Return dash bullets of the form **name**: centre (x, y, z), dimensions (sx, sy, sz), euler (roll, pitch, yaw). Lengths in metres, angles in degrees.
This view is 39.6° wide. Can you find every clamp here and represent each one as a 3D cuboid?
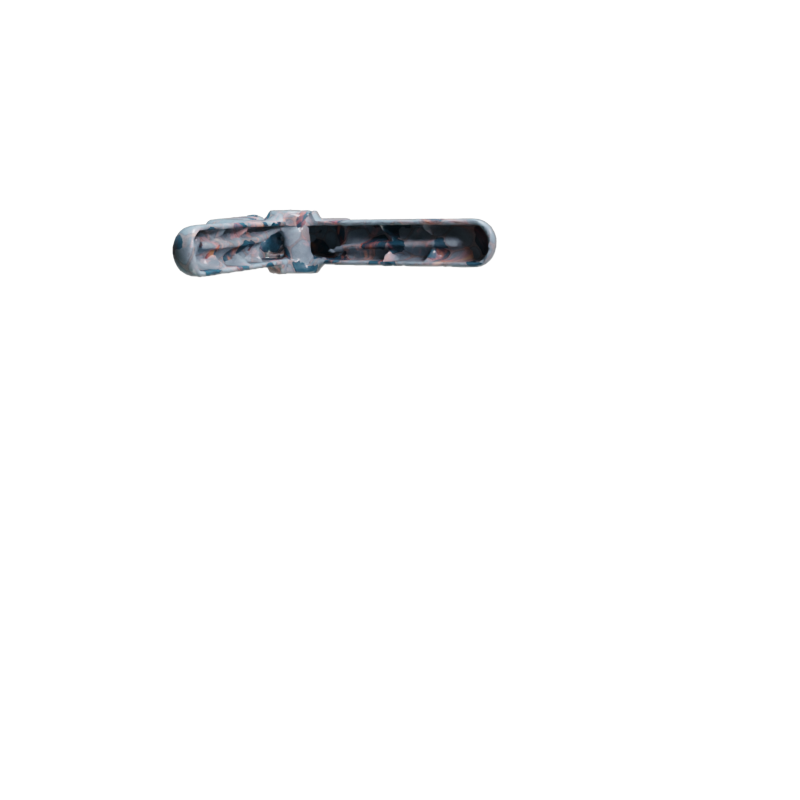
- **clamp**: centre (-0.049, -0.090, 0.630), dimensions (0.162, 0.036, 0.216), euler (-2, 10, -12)
